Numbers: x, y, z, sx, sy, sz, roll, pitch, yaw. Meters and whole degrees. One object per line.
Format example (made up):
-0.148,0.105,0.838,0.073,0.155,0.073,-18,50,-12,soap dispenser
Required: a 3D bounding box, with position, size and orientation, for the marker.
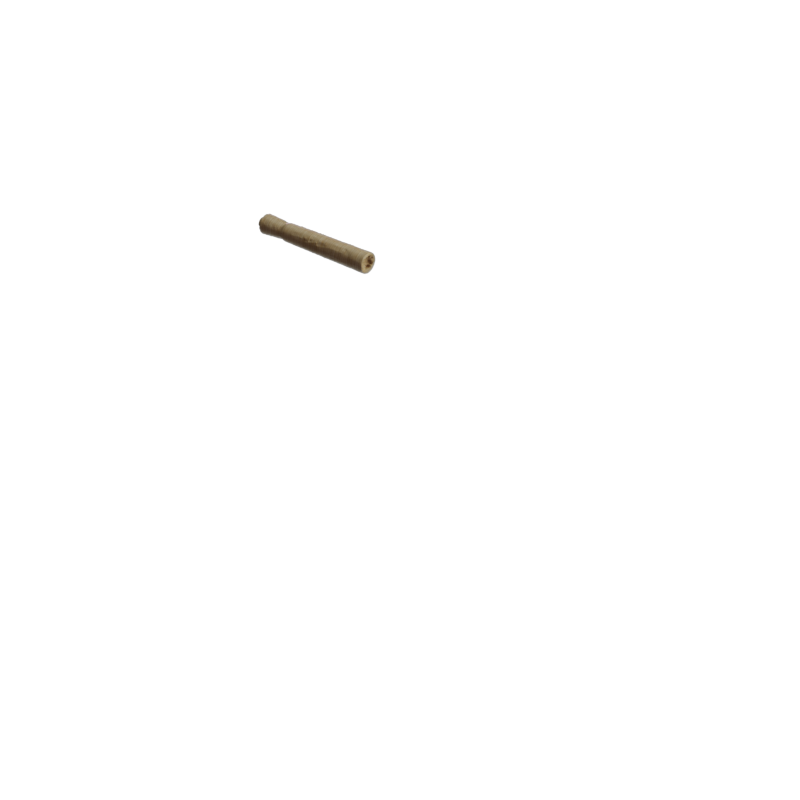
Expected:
-0.074,-0.135,0.944,0.128,0.019,0.019,25,18,34,marker
